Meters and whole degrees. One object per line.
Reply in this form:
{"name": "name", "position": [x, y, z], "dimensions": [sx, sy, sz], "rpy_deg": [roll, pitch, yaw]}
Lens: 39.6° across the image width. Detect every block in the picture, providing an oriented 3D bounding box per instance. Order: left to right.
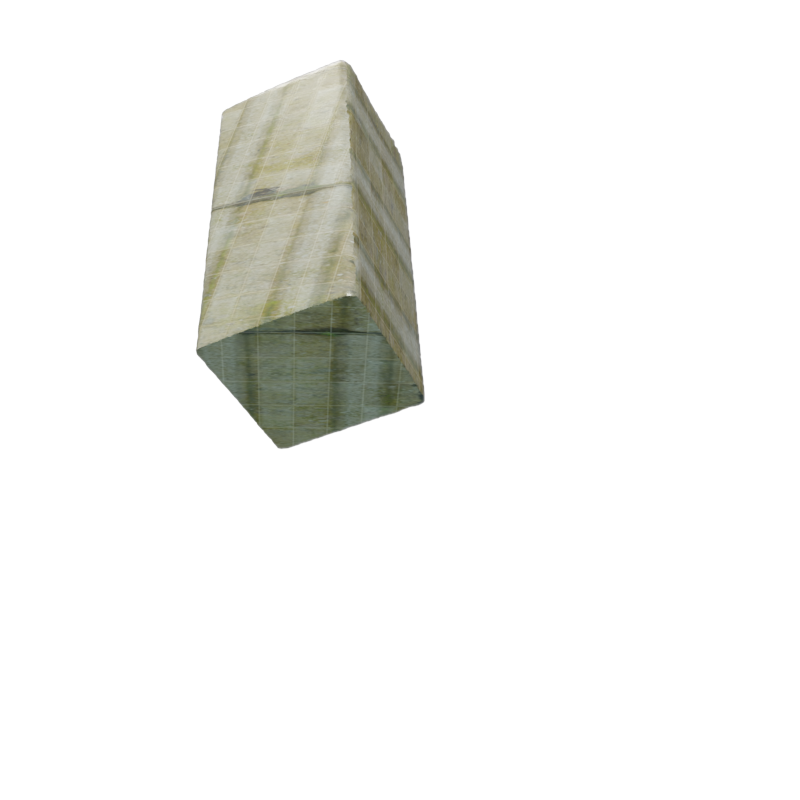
{"name": "block", "position": [-0.049, -0.091, 0.635], "dimensions": [0.091, 0.221, 0.084], "rpy_deg": [-20, -47, 16]}
